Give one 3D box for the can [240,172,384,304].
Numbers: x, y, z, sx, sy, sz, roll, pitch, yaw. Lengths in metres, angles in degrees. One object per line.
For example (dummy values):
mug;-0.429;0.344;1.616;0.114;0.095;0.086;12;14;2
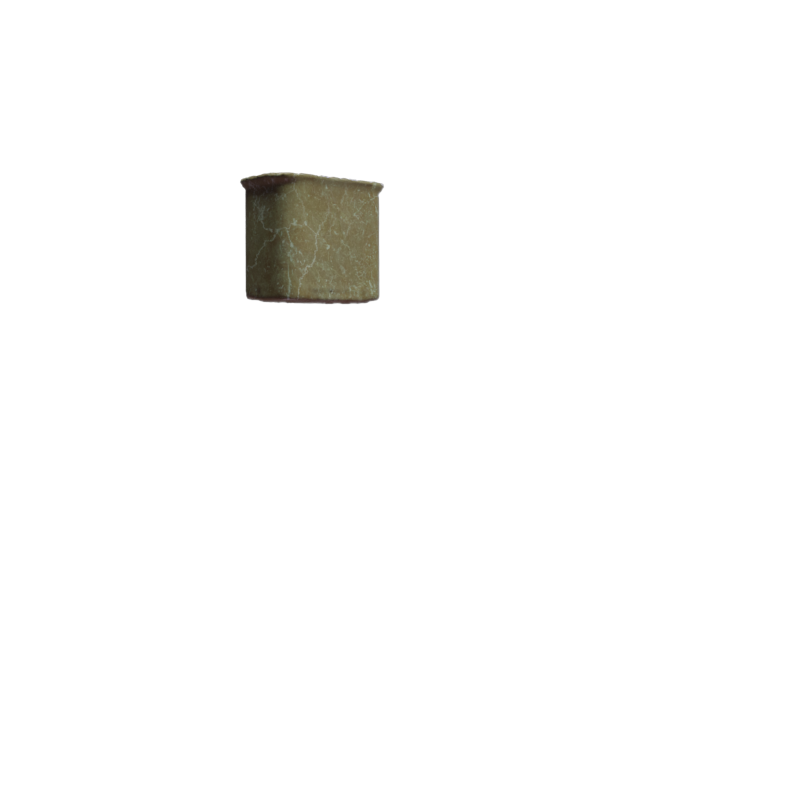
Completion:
can;-0.060;-0.109;0.765;0.098;0.085;0.059;0;-2;-42
